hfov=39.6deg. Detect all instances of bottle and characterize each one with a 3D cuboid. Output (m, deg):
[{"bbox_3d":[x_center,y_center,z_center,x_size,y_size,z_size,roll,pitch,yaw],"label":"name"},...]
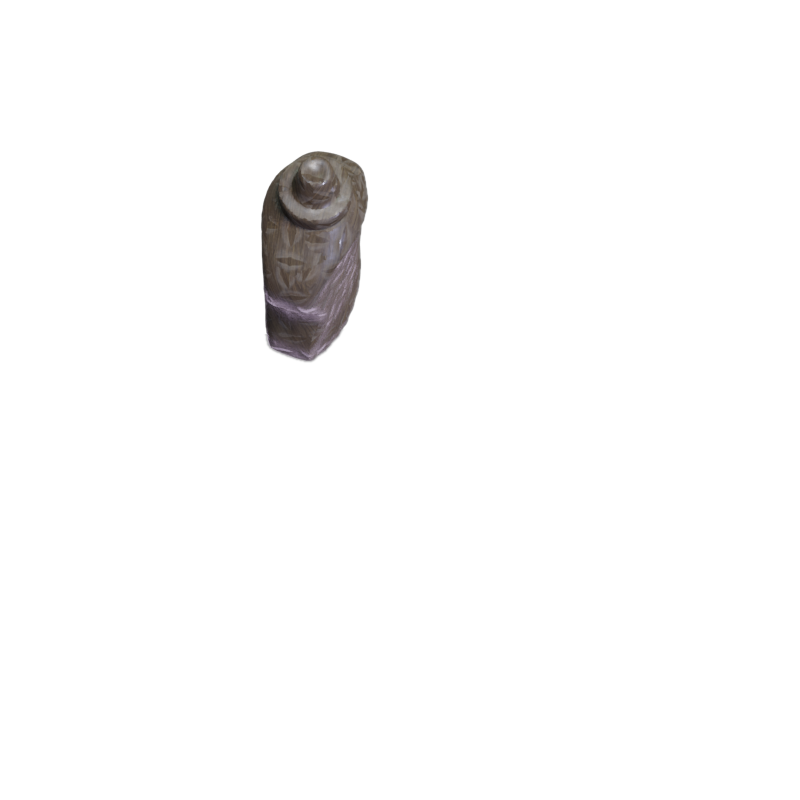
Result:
[{"bbox_3d":[-0.052,-0.095,0.670,0.059,0.099,0.183,20,-18,2],"label":"bottle"}]
